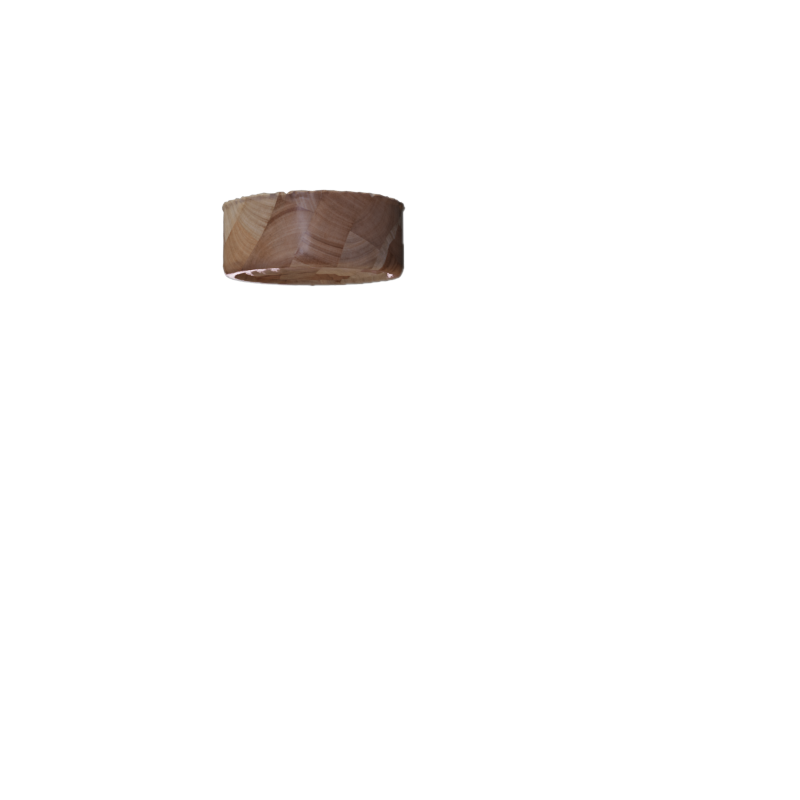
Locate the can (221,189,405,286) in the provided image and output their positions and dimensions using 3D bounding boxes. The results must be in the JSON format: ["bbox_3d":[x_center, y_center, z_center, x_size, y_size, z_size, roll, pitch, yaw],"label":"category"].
[{"bbox_3d":[-0.041,-0.074,0.518,0.086,0.034,0.085,0,-1,-2],"label":"can"}]
